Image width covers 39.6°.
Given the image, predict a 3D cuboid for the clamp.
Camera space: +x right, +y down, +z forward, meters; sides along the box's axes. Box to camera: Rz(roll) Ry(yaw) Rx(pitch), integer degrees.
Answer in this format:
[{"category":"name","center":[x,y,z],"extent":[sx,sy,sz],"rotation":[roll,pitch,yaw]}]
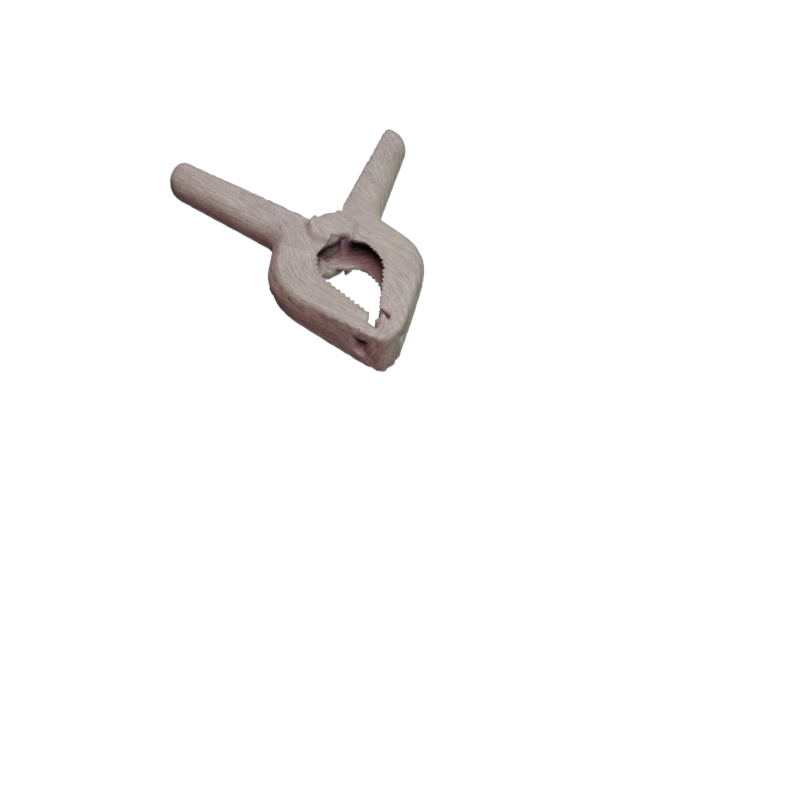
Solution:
[{"category":"clamp","center":[-0.054,-0.099,0.692],"extent":[0.163,0.034,0.227],"rotation":[-9,45,-9]}]
